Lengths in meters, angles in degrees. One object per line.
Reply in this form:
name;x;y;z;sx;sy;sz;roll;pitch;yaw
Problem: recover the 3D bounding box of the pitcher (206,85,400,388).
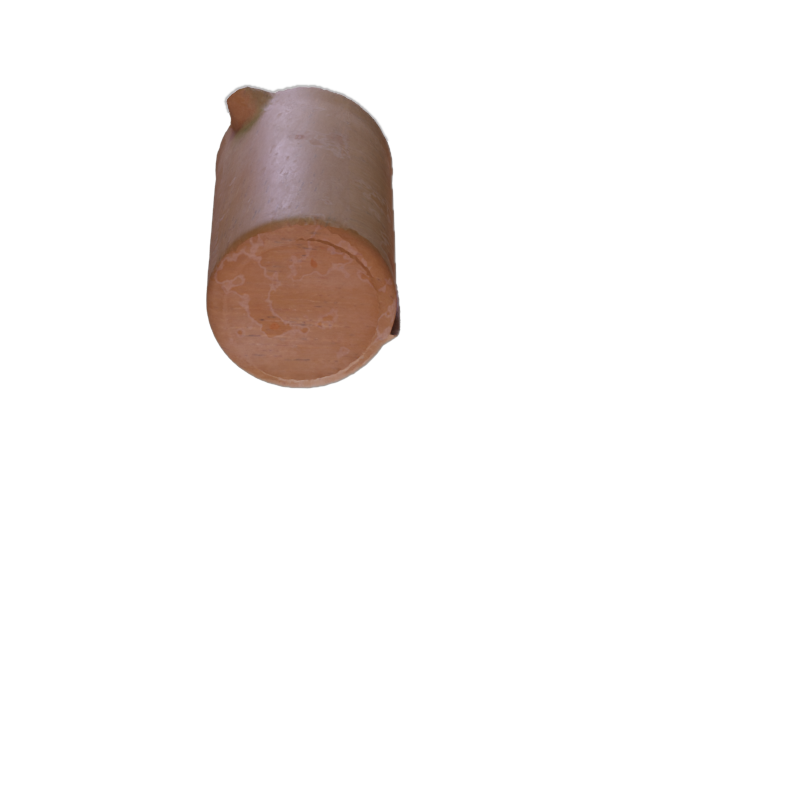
pitcher;-0.057;-0.104;0.730;0.148;0.138;0.257;9;28;-8
